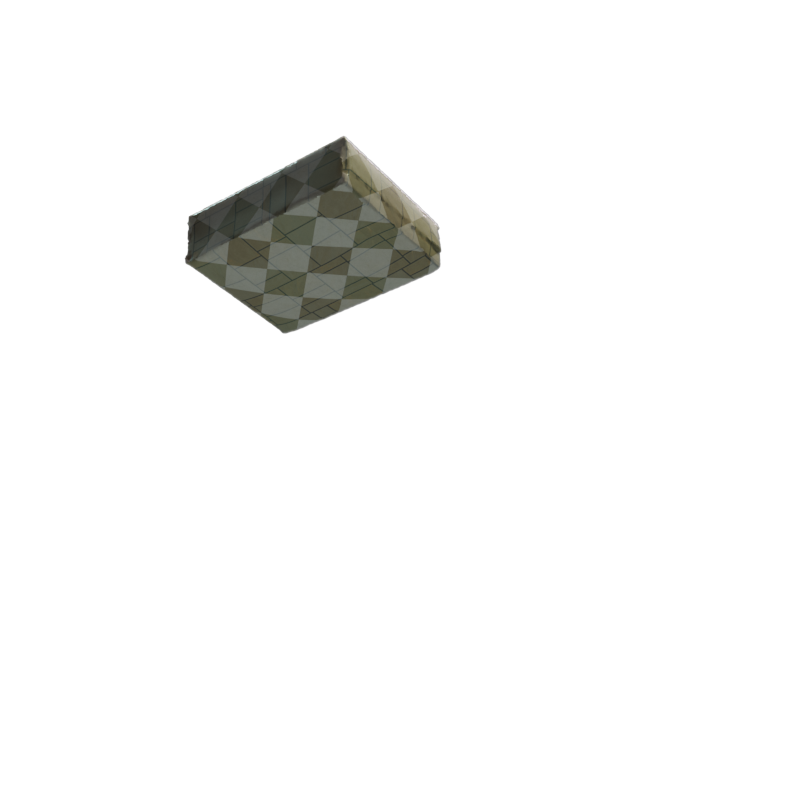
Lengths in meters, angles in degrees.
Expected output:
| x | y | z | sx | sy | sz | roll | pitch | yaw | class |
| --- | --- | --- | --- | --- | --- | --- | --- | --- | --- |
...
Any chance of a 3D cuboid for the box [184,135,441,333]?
| x | y | z | sx | sy | sz | roll | pitch | yaw | class |
| --- | --- | --- | --- | --- | --- | --- | --- | --- | --- |
| -0.048 | -0.087 | 0.611 | 0.114 | 0.042 | 0.083 | -23 | -41 | 28 | box |
